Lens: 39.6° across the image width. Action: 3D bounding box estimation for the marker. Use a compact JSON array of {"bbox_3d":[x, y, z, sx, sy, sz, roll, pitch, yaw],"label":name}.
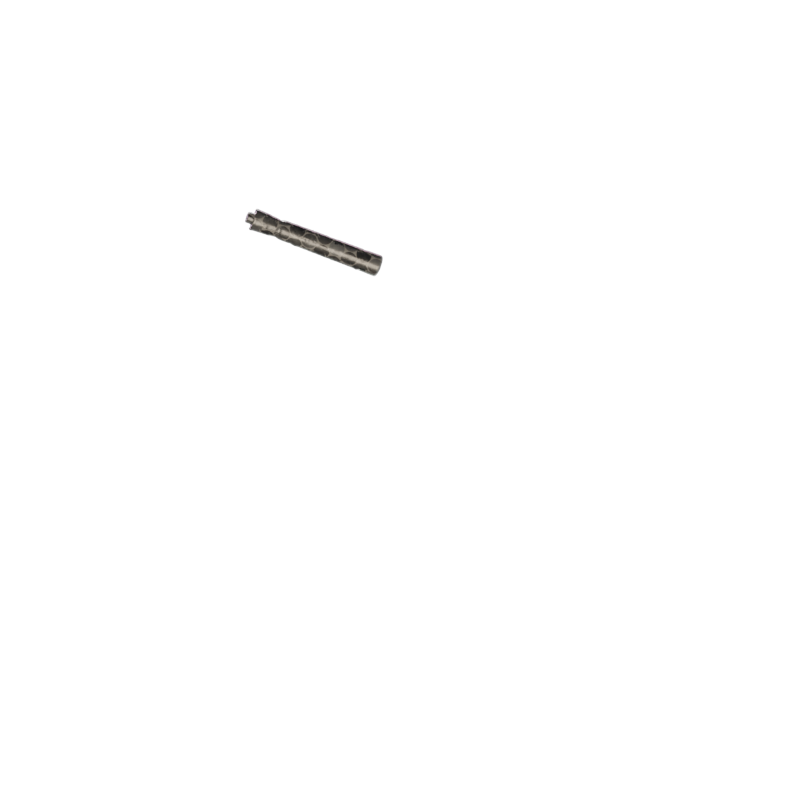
[{"bbox_3d":[-0.073,-0.134,0.938,0.119,0.020,0.020,19,0,-9],"label":"marker"}]
